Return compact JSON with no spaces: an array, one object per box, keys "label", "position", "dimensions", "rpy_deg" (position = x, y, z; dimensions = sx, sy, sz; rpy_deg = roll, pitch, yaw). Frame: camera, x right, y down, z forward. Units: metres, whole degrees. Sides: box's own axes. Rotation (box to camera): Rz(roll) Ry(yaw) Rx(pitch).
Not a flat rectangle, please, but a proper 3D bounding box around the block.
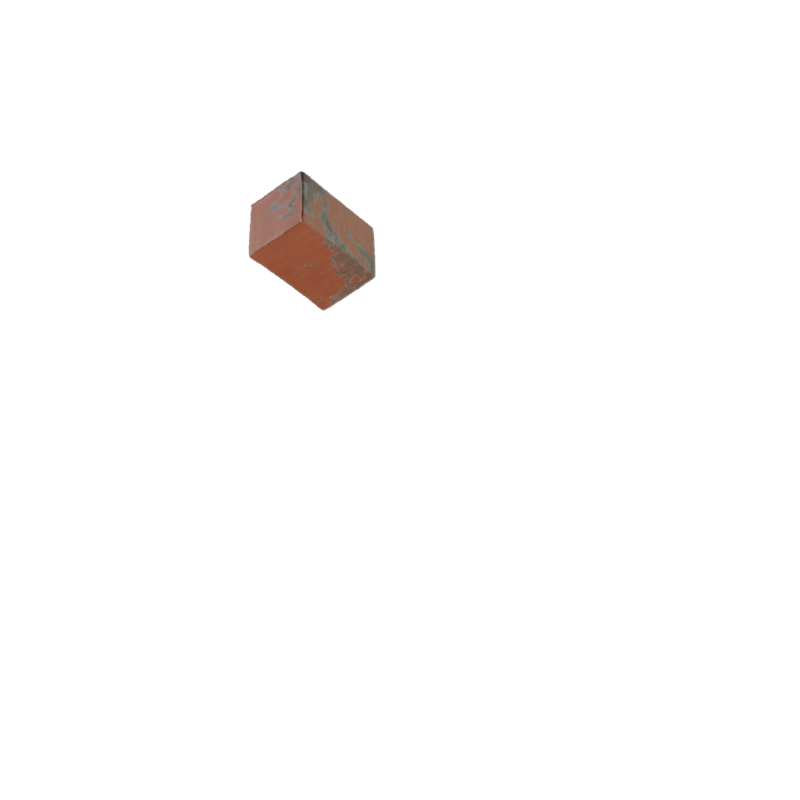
[{"label":"block","position":[-0.061,-0.111,0.778],"dimensions":[0.052,0.055,0.073],"rpy_deg":[-31,-49,29]}]
